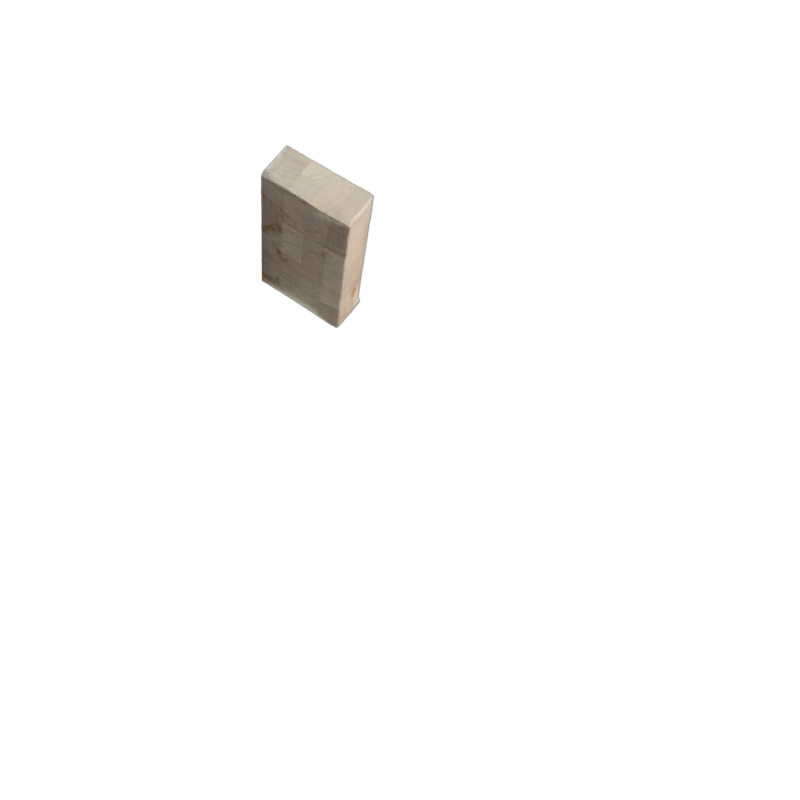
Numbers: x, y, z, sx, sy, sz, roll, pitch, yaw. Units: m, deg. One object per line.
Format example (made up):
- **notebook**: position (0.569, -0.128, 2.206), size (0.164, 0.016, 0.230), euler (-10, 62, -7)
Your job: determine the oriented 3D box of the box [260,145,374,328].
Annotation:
- **box**: position (-0.078, -0.141, 0.989), size (0.097, 0.049, 0.166), euler (33, -23, 12)
